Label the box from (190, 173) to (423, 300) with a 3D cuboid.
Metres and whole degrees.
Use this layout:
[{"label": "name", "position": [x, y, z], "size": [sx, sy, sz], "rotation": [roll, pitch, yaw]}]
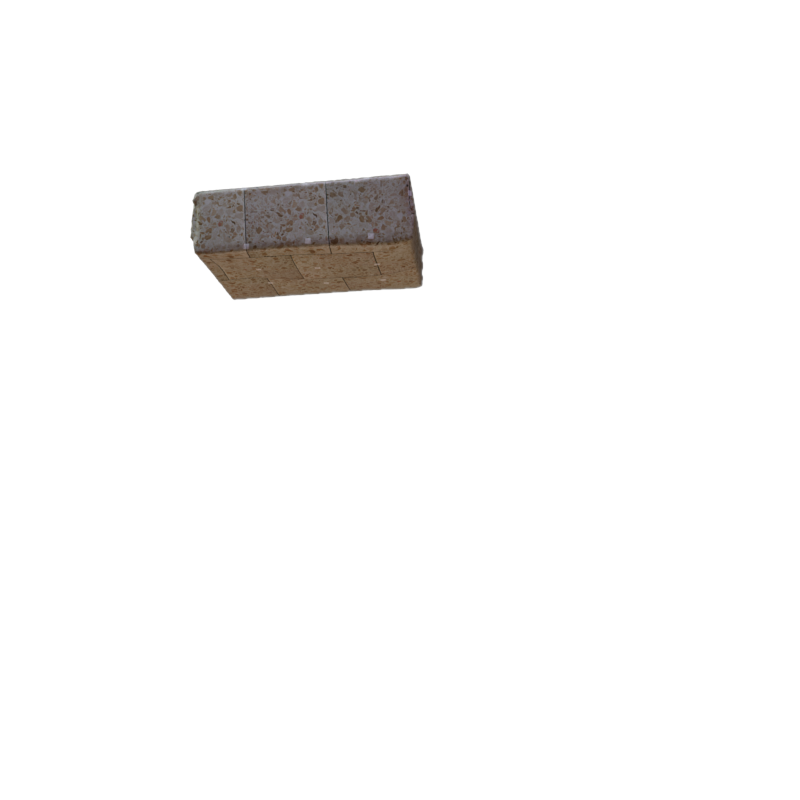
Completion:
[{"label": "box", "position": [-0.046, -0.084, 0.591], "size": [0.114, 0.040, 0.086], "rotation": [-1, -11, 6]}]
